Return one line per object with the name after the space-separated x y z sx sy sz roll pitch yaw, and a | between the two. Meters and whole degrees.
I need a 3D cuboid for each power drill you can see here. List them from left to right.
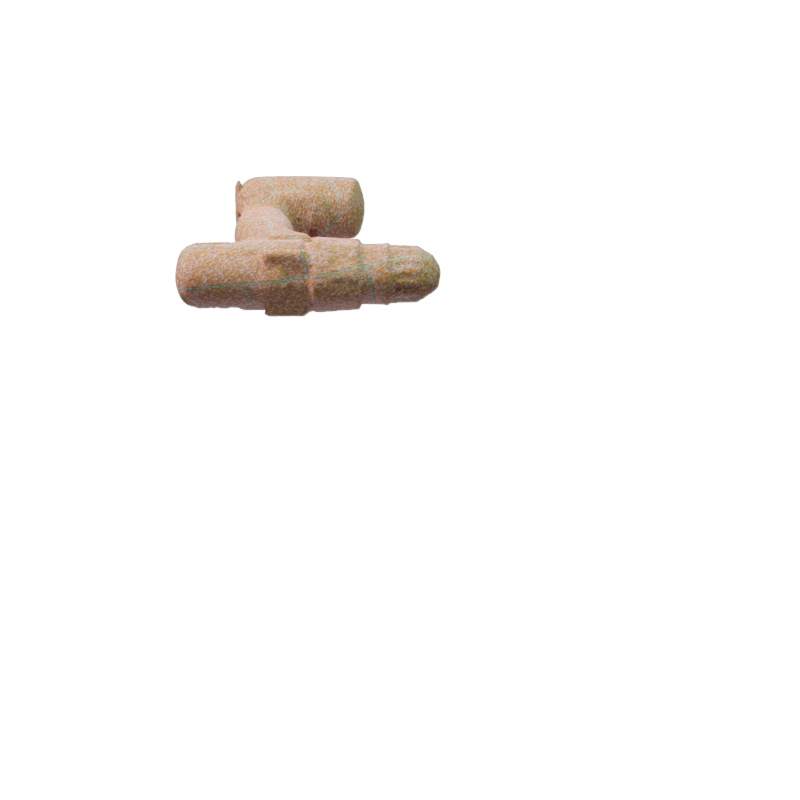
-0.066 -0.120 0.838 0.185 0.055 0.196 1 24 1 | power drill
